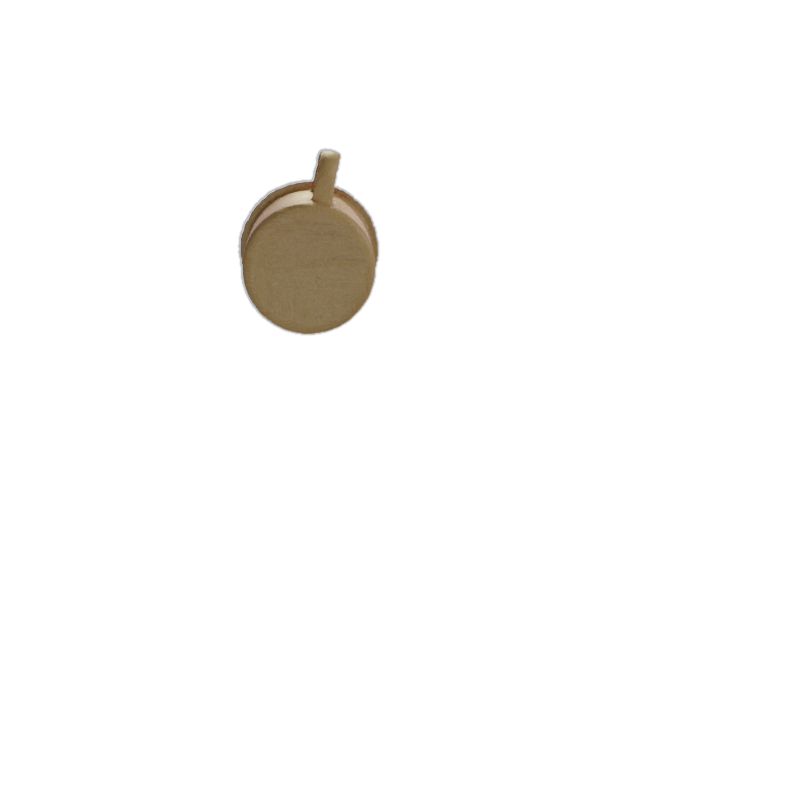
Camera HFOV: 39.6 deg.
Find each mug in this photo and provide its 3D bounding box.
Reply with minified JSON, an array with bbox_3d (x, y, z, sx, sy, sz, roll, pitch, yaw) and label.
[{"bbox_3d":[-0.055,-0.100,0.703,0.093,0.115,0.084,14,11,-5],"label":"mug"}]
